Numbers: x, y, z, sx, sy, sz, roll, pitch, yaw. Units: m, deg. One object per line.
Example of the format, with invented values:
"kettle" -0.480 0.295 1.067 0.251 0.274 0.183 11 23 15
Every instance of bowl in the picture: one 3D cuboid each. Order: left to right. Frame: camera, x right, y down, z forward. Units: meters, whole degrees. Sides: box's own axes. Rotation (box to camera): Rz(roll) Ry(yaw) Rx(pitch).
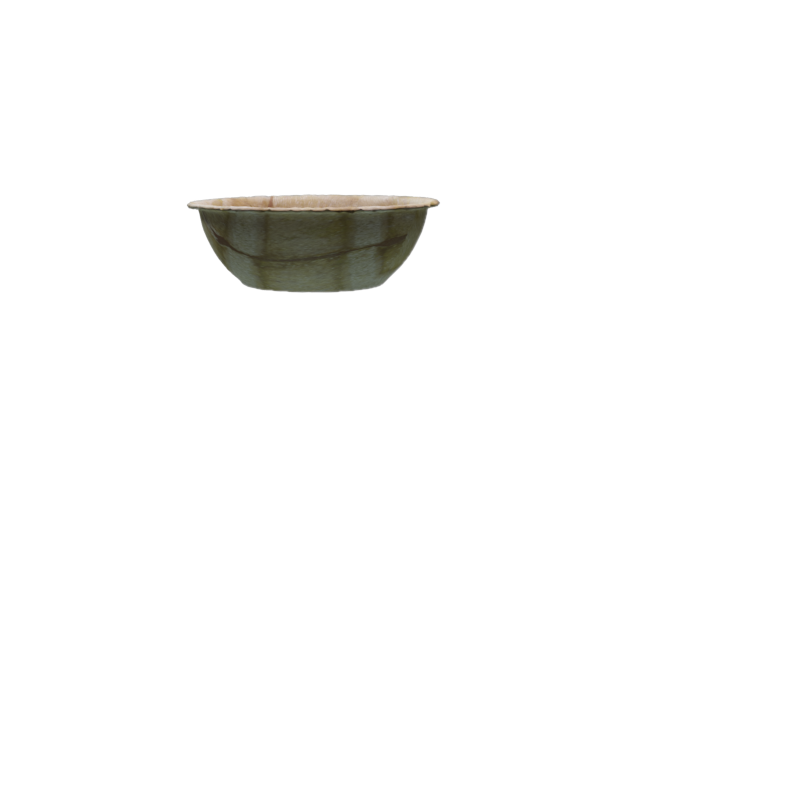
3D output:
"bowl" -0.056 -0.102 0.715 0.162 0.054 0.166 0 12 -2
